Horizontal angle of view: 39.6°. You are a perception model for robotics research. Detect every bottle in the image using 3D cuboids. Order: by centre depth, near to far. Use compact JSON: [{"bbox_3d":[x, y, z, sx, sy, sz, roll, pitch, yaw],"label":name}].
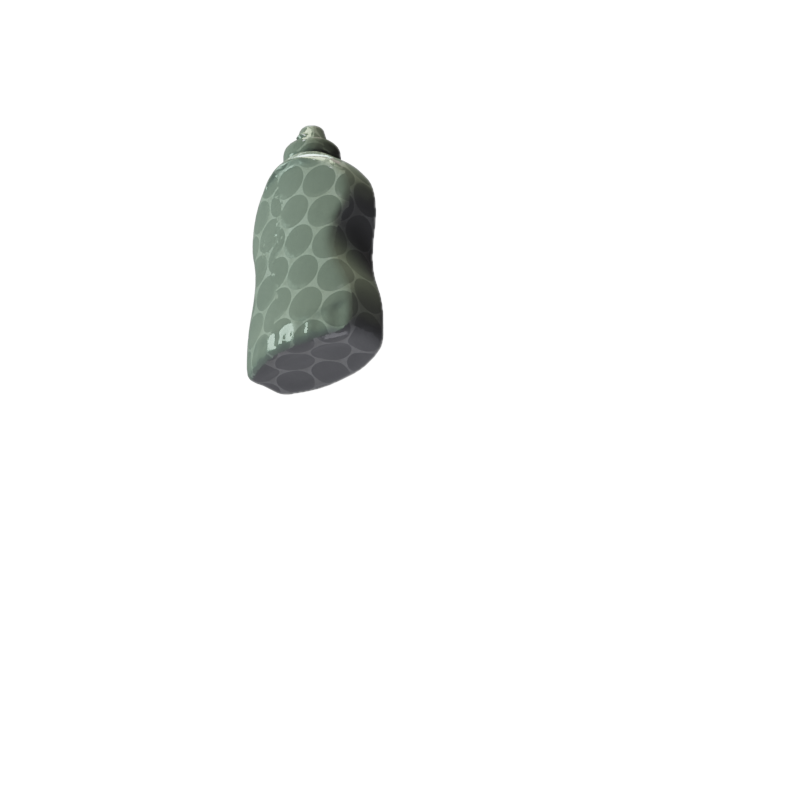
[{"bbox_3d":[-0.059,-0.106,0.743,0.096,0.205,0.055,-29,-41,35],"label":"bottle"}]
